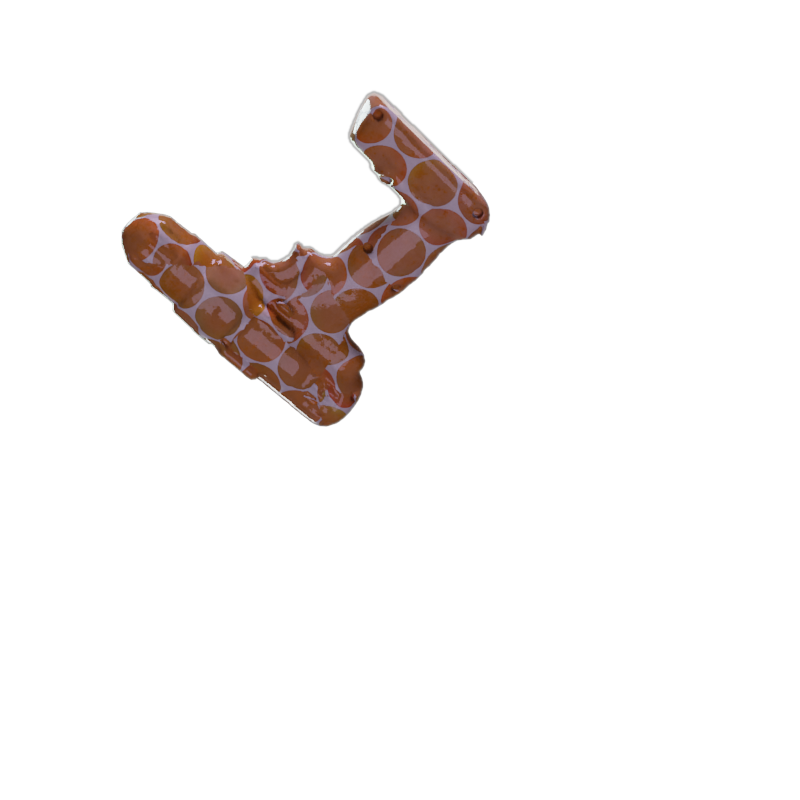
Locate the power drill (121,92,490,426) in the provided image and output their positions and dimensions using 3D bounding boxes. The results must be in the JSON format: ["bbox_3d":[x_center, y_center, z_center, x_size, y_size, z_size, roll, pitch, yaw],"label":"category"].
[{"bbox_3d":[-0.054,-0.098,0.686,0.178,0.185,0.060,42,14,-14],"label":"power drill"}]
